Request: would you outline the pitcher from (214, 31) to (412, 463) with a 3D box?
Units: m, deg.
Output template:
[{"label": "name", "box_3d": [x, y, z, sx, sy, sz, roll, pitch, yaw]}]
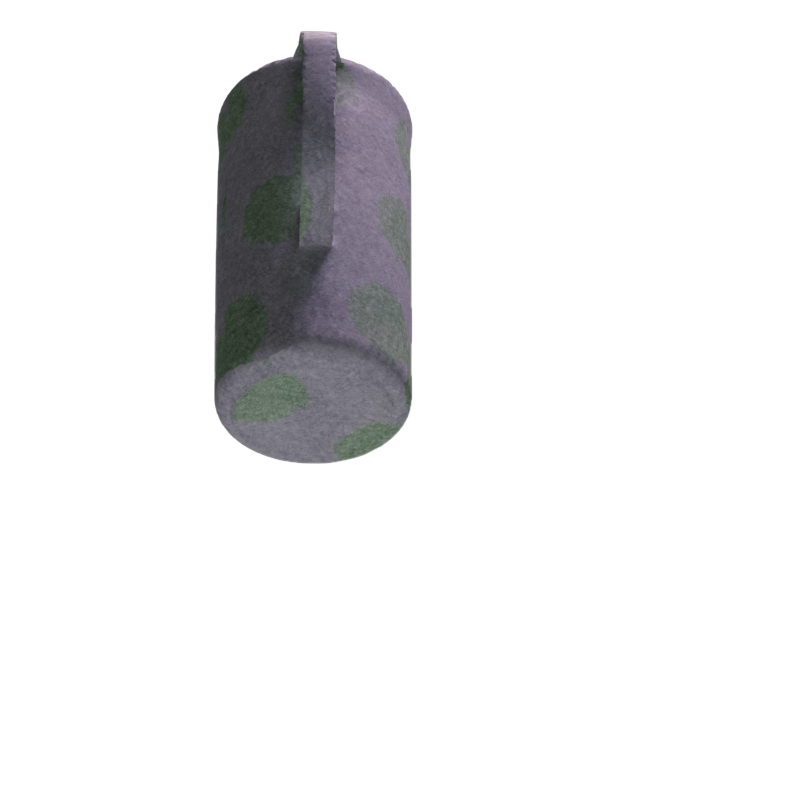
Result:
[{"label": "pitcher", "box_3d": [-0.053, -0.096, 0.672, 0.144, 0.261, 0.139, -30, -47, 28]}]
